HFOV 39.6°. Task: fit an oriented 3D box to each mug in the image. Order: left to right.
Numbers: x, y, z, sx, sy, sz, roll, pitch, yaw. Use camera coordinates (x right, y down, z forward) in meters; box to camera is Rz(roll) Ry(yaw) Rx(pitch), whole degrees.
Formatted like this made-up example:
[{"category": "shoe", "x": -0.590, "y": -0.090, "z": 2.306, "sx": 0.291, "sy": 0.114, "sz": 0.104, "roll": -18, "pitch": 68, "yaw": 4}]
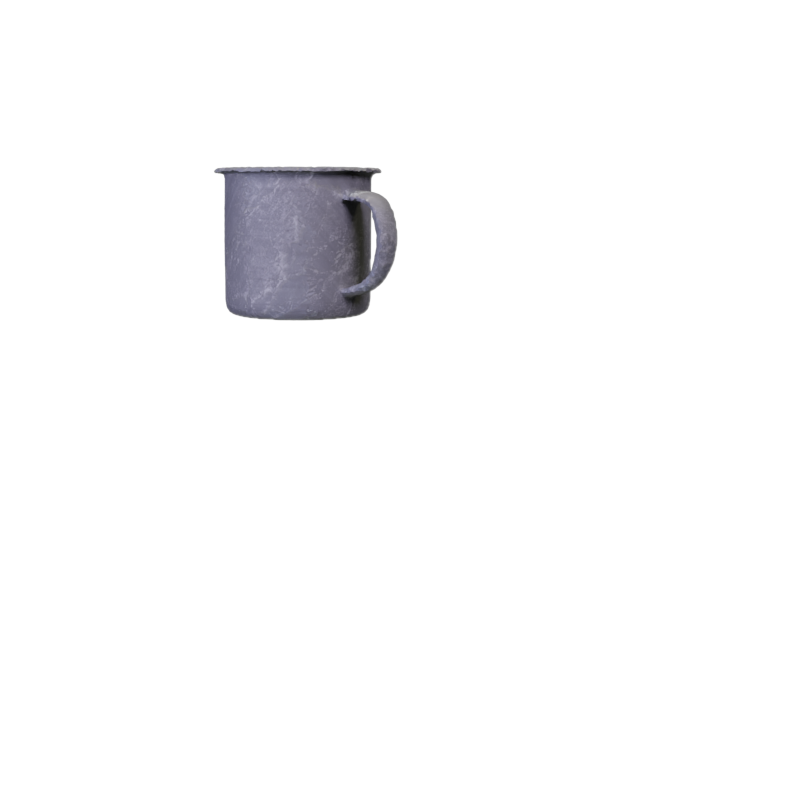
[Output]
[{"category": "mug", "x": -0.048, "y": -0.087, "z": 0.613, "sx": 0.122, "sy": 0.081, "sz": 0.090, "roll": 7, "pitch": 10, "yaw": 41}]
